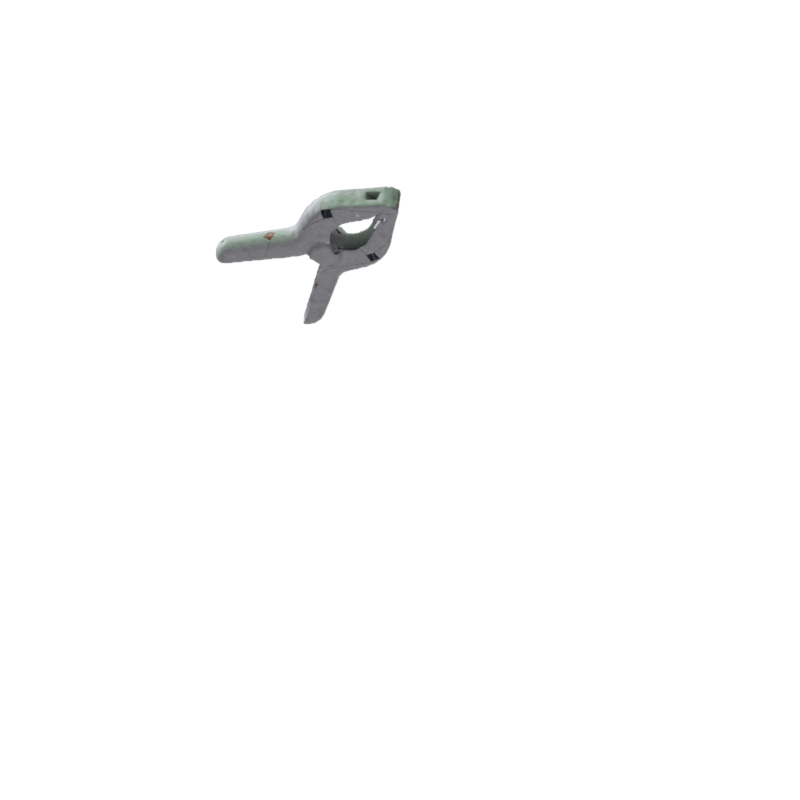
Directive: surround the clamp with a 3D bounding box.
[{"bbox_3d":[-0.074,-0.135,0.949,0.114,0.042,0.168,26,-47,-28],"label":"clamp"}]
